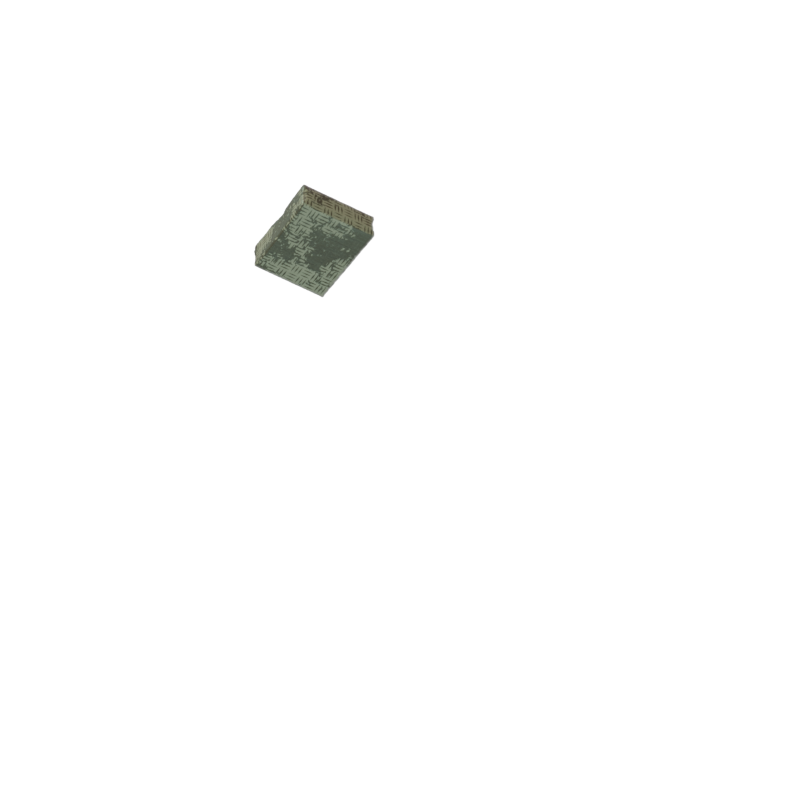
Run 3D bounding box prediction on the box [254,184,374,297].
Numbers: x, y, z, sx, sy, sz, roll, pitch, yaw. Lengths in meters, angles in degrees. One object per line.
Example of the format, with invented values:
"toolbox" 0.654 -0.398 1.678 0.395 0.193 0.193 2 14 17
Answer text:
"box" -0.077 -0.140 0.981 0.070 0.032 0.087 24 -50 -23
